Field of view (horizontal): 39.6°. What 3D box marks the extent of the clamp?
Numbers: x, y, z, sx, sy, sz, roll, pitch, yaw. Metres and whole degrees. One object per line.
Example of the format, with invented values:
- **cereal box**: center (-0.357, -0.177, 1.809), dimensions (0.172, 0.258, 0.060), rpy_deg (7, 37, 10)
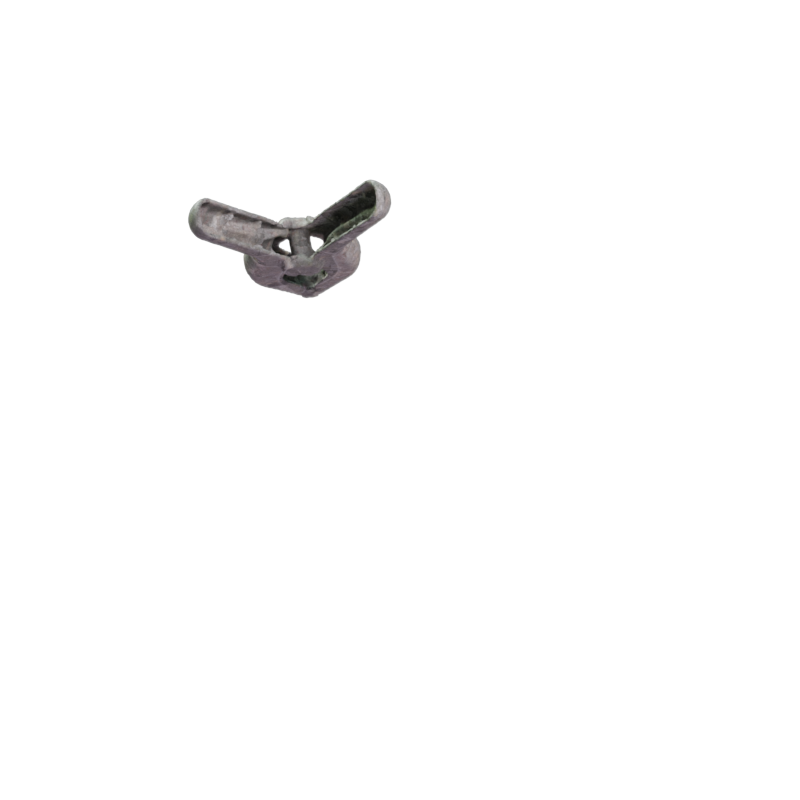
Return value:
- **clamp**: center (-0.057, -0.103, 0.722), dimensions (0.122, 0.040, 0.165), rpy_deg (-1, -7, 10)
